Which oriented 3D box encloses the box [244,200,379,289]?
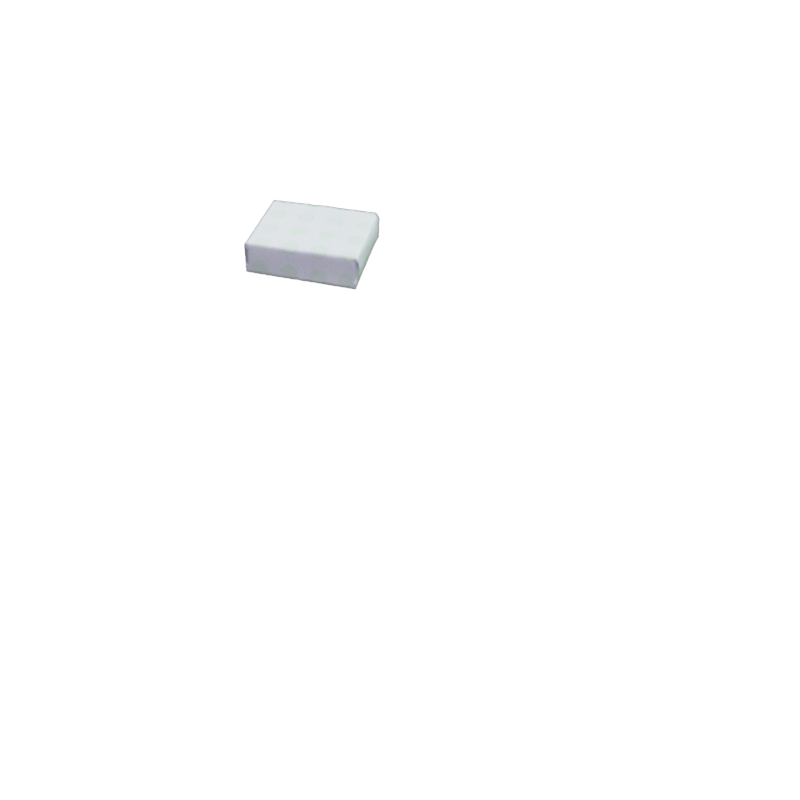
[{"bbox_3d":[-0.067,-0.122,0.855,0.091,0.028,0.076,8,36,11],"label":"box"}]
